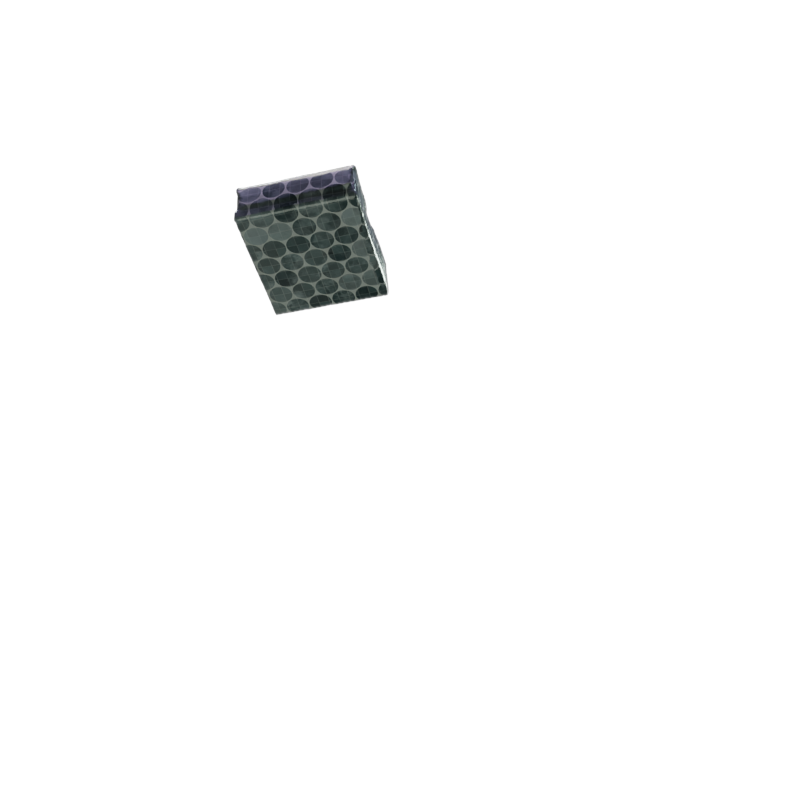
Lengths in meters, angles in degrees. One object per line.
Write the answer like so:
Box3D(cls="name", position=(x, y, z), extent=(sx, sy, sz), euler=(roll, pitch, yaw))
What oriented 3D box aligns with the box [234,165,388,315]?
Box3D(cls="box", position=(-0.052, -0.095, 0.668), extent=(0.074, 0.032, 0.082), euler=(-10, -43, 10))
